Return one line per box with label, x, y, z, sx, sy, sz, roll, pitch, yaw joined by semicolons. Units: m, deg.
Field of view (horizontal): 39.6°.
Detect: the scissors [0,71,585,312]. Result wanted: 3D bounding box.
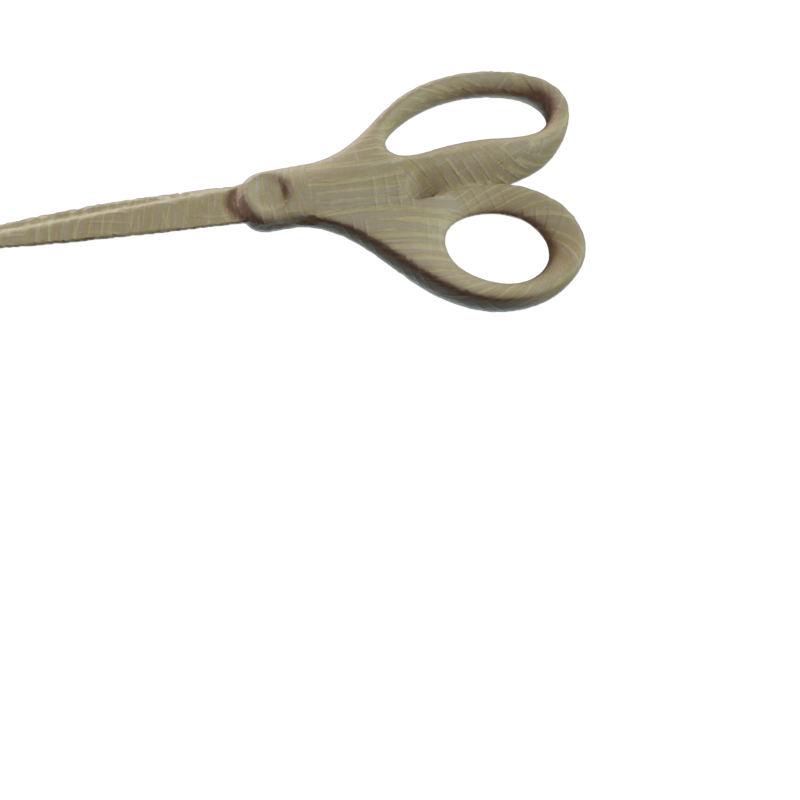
scissors;-0.028;-0.052;0.362;0.201;0.102;0.015;-23;-24;-11
